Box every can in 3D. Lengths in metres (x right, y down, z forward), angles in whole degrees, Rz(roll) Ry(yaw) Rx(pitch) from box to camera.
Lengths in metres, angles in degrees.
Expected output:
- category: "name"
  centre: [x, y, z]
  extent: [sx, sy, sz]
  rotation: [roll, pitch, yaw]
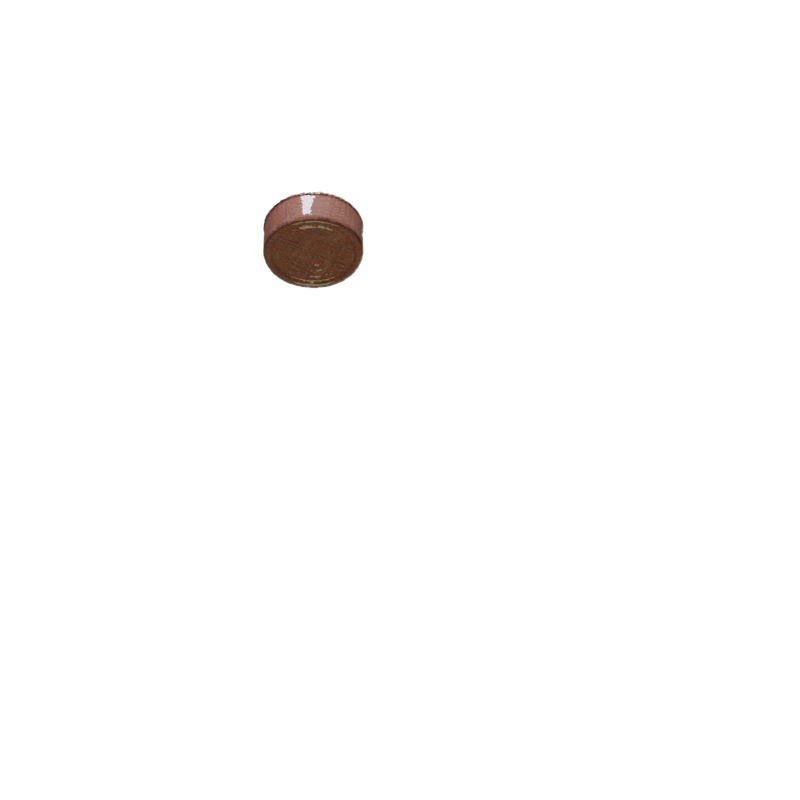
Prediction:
- category: "can"
  centre: [-0.074, -0.134, 0.939]
  extent: [0.086, 0.036, 0.080]
  rotation: [1, -40, -2]
